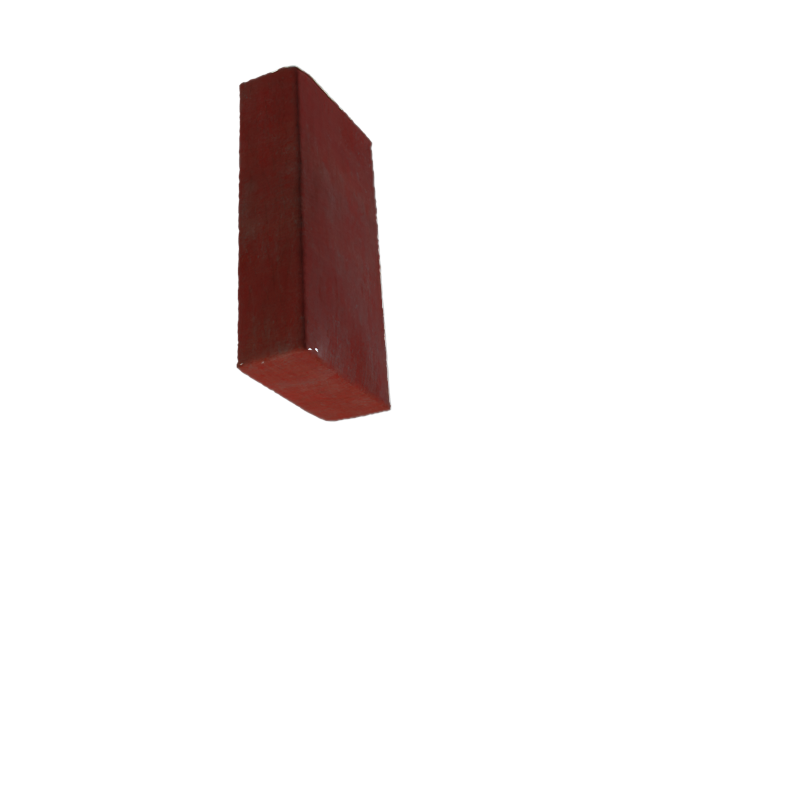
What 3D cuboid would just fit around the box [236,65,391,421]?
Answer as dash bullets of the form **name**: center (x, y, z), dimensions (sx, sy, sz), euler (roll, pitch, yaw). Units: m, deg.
- **box**: center (-0.047, -0.086, 0.600), dimensions (0.049, 0.187, 0.087), euler (-16, -30, 24)
